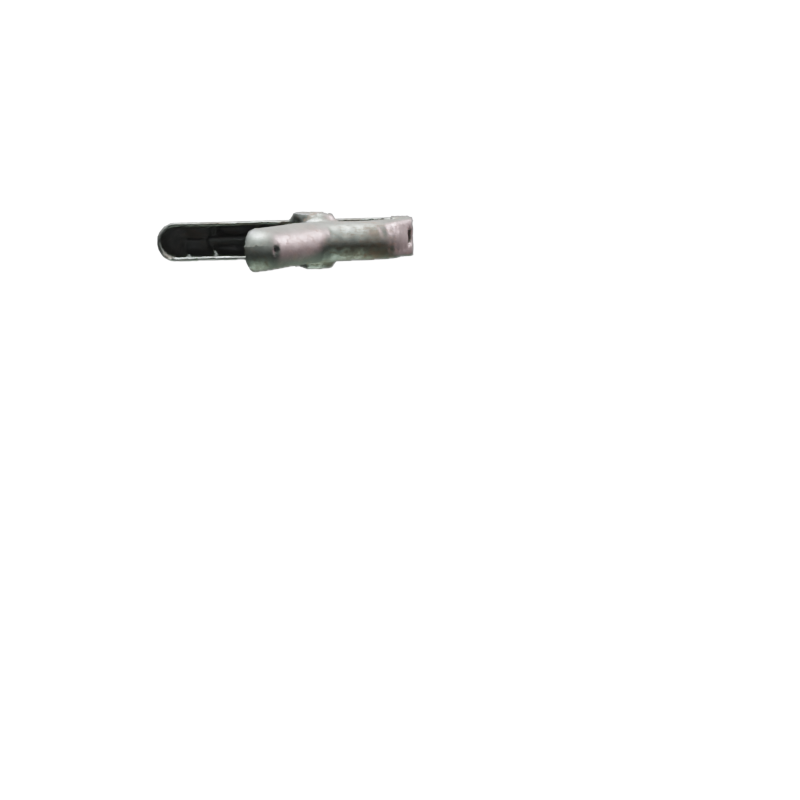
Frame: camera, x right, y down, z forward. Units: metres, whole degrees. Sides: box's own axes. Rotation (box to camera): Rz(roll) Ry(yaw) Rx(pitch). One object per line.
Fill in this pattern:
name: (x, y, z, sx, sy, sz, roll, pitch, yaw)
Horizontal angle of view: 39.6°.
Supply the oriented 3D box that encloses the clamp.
clamp: (-0.055, -0.100, 0.698, 0.167, 0.038, 0.127, -9, 19, -27)
